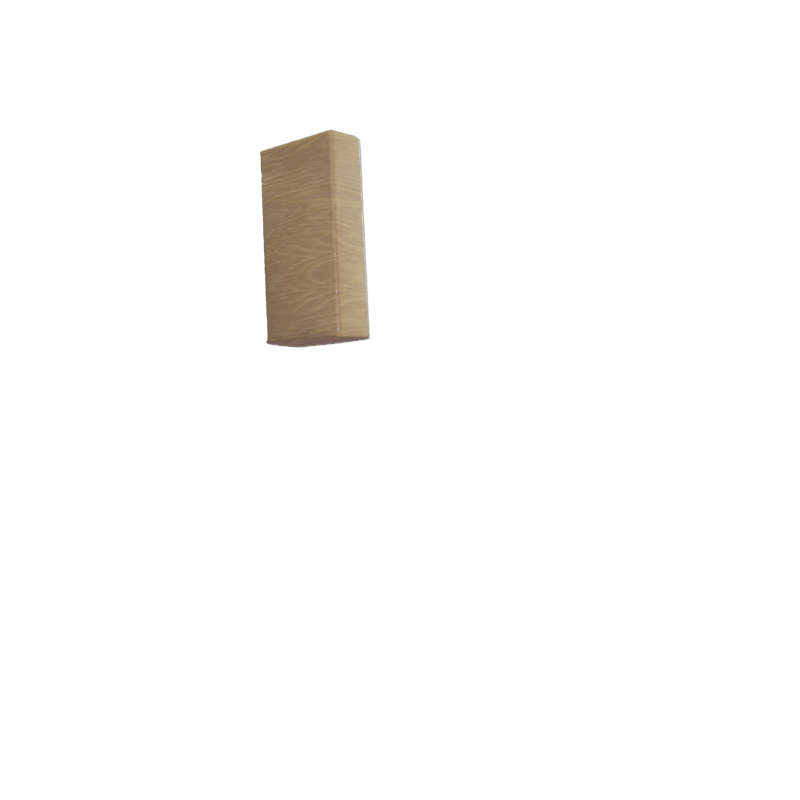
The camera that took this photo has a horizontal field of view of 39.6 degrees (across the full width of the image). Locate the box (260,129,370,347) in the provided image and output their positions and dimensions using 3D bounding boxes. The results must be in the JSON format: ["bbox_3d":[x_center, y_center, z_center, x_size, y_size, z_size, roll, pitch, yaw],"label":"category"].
[{"bbox_3d":[-0.075,-0.137,0.958,0.096,0.181,0.046,-9,-13,42],"label":"box"}]
